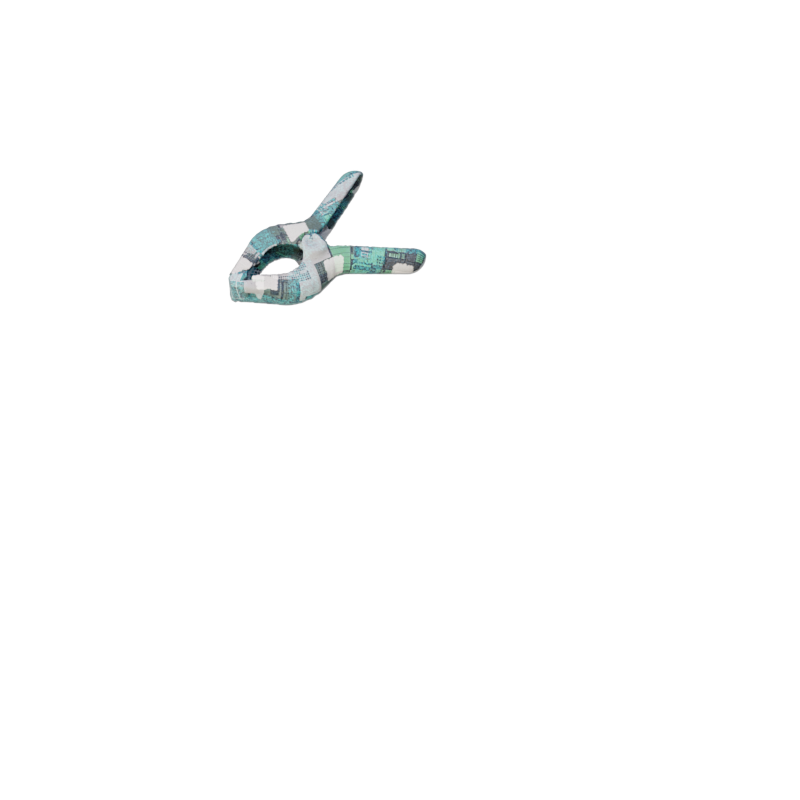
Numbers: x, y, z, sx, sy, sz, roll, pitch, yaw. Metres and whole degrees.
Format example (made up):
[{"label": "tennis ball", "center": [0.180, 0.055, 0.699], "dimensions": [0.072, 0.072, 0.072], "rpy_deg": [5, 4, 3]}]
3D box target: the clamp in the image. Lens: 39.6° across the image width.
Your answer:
[{"label": "clamp", "center": [-0.077, -0.140, 0.978], "dimensions": [0.170, 0.130, 0.036], "rpy_deg": [-18, -37, -14]}]
